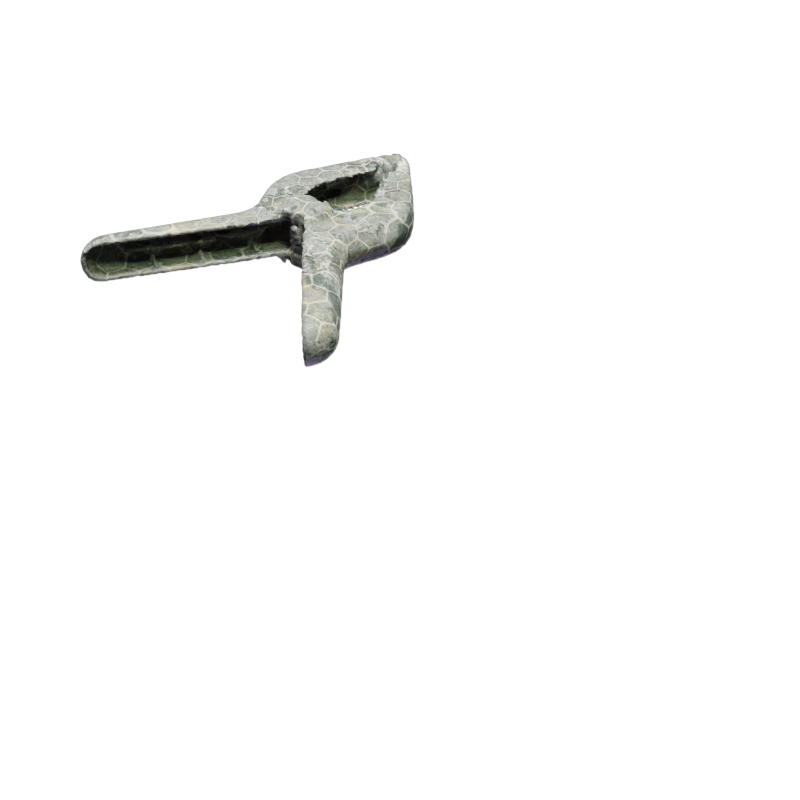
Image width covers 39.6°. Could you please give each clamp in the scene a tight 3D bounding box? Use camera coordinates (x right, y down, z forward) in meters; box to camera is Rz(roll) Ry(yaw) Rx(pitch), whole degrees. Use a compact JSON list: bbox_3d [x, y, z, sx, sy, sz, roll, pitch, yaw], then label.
[{"bbox_3d":[-0.049,-0.089,0.624,0.175,0.034,0.210,26,41,33],"label":"clamp"}]
